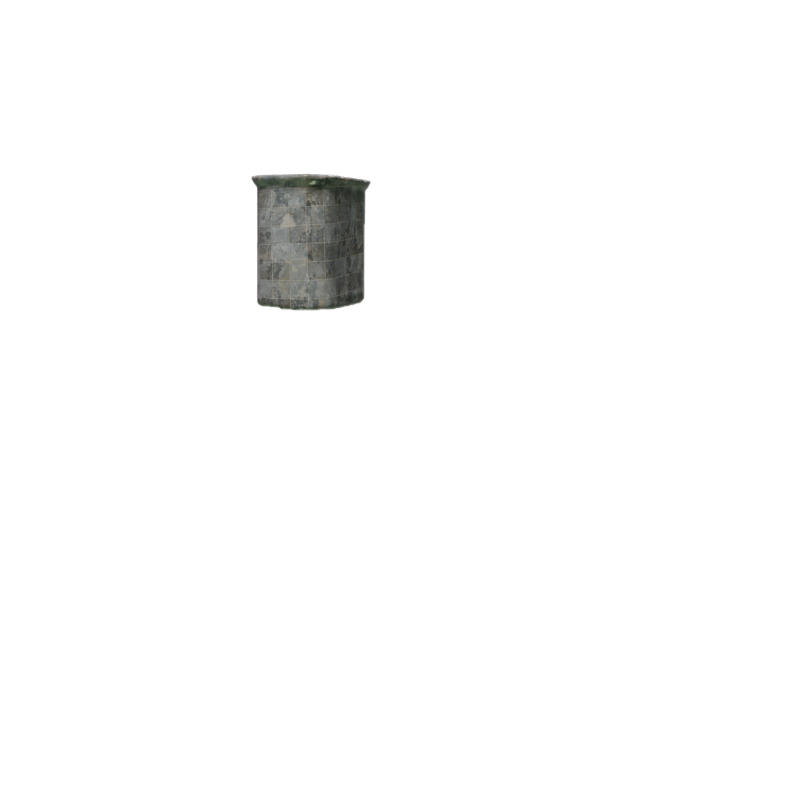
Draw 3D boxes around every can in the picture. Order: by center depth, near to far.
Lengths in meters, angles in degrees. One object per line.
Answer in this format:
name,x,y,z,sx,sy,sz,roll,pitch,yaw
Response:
can,-0.057,-0.104,0.727,0.059,0.083,0.100,1,6,16
